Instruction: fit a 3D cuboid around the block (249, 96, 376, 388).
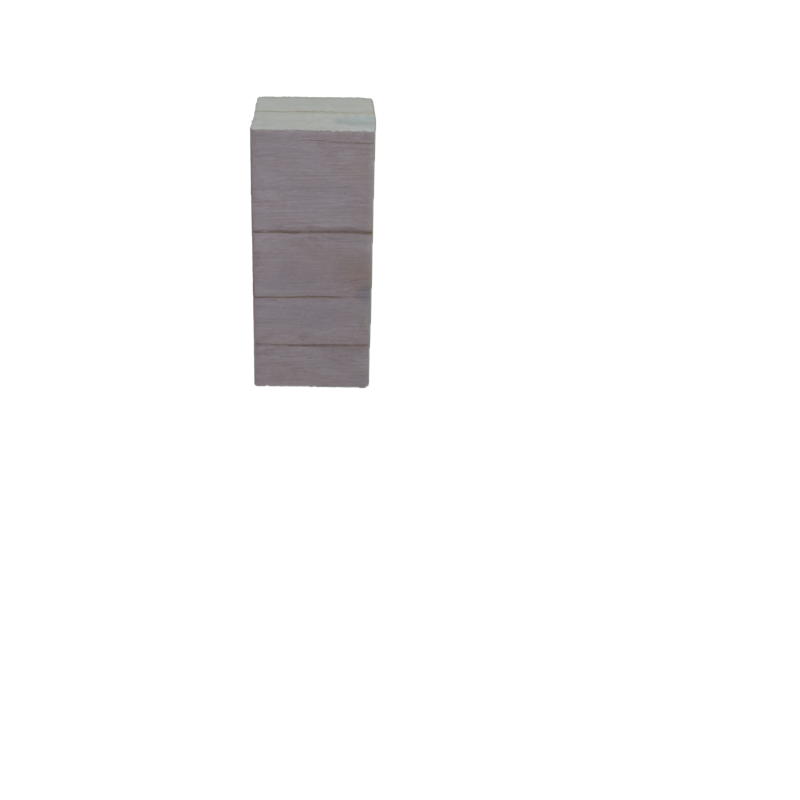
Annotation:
[{"bbox_3d":[-0.066,-0.122,0.853,0.091,0.196,0.095,1,25,-2],"label":"block"}]
